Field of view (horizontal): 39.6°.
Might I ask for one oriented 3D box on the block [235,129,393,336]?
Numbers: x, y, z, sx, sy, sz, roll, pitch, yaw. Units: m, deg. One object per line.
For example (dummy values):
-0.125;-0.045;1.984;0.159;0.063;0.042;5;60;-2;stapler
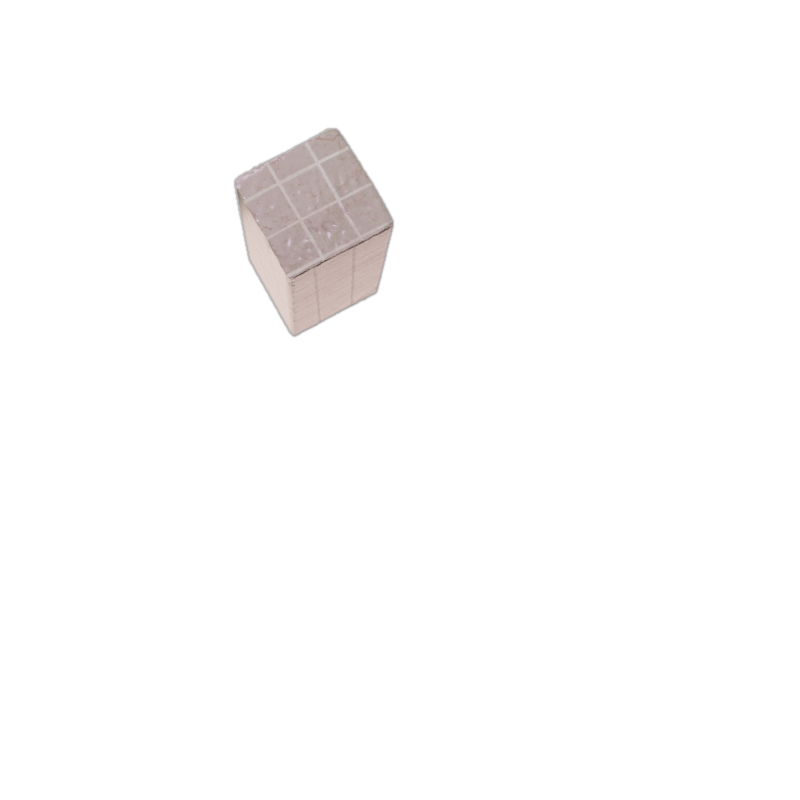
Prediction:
-0.071;-0.131;0.909;0.091;0.093;0.200;-29;-7;-8;block
